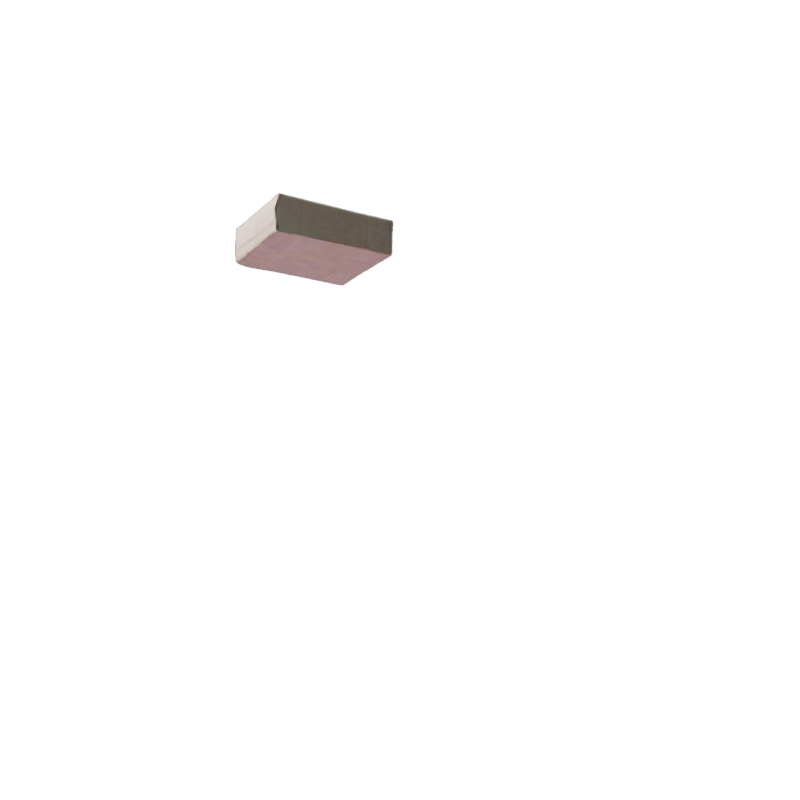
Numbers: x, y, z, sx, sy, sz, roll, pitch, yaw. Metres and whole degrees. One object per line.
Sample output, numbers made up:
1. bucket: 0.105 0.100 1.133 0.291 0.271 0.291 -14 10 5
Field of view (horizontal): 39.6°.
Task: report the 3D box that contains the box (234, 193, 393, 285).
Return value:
1. box: -0.075 -0.137 0.962 0.109 0.041 0.089 8 -18 -27
